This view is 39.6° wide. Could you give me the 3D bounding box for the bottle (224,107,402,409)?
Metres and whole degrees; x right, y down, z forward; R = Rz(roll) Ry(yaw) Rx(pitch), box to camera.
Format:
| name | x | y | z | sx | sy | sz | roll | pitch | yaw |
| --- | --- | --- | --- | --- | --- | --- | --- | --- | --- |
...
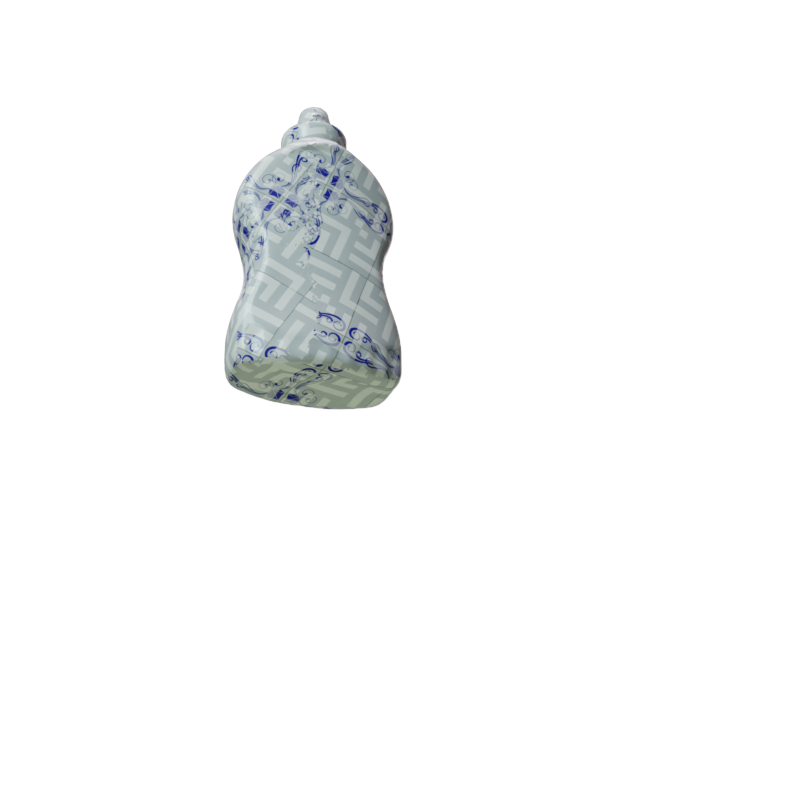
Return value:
| name | x | y | z | sx | sy | sz | roll | pitch | yaw |
| --- | --- | --- | --- | --- | --- | --- | --- | --- | --- |
| bottle | -0.051 | -0.094 | 0.654 | 0.094 | 0.204 | 0.056 | 7 | -32 | -15 |
